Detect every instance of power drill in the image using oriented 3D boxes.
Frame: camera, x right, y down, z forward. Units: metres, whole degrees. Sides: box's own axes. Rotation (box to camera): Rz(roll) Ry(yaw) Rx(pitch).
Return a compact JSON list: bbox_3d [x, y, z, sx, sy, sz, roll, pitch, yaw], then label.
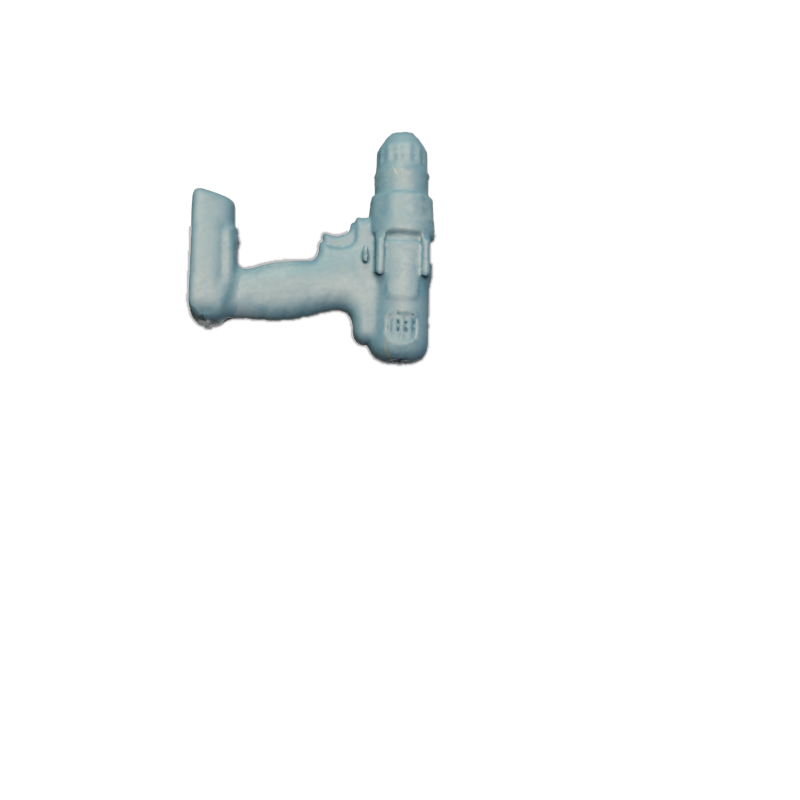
[{"bbox_3d":[-0.067,-0.122,0.853,0.188,0.192,0.055,1,-17,0],"label":"power drill"}]
